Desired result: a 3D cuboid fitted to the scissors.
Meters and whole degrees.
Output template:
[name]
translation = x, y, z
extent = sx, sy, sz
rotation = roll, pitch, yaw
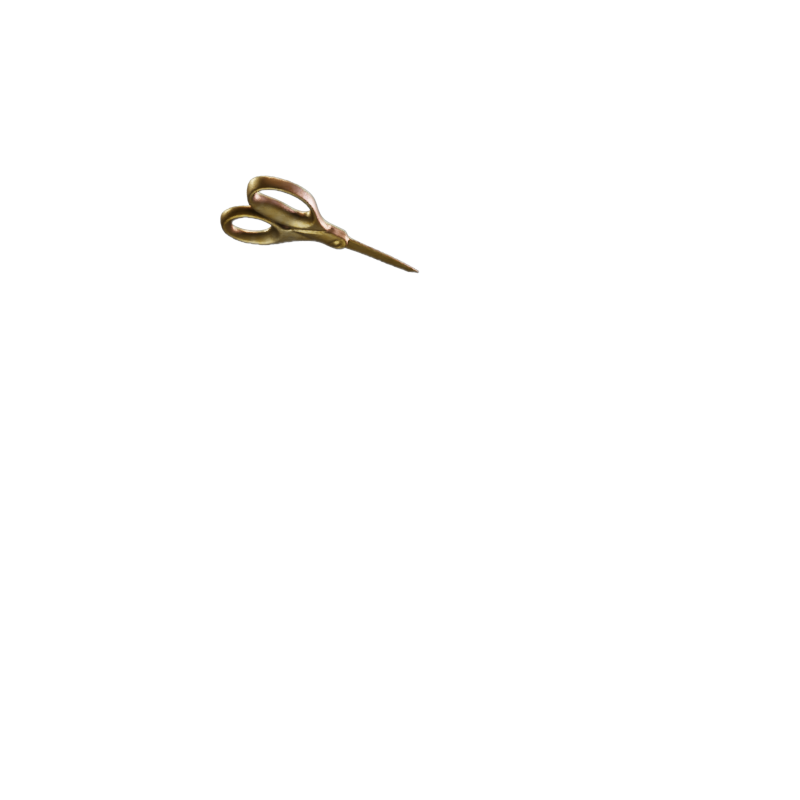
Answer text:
[scissors]
translation = -0.077, -0.140, 0.978
extent = 0.097, 0.017, 0.188
rotation = -17, -31, 31
